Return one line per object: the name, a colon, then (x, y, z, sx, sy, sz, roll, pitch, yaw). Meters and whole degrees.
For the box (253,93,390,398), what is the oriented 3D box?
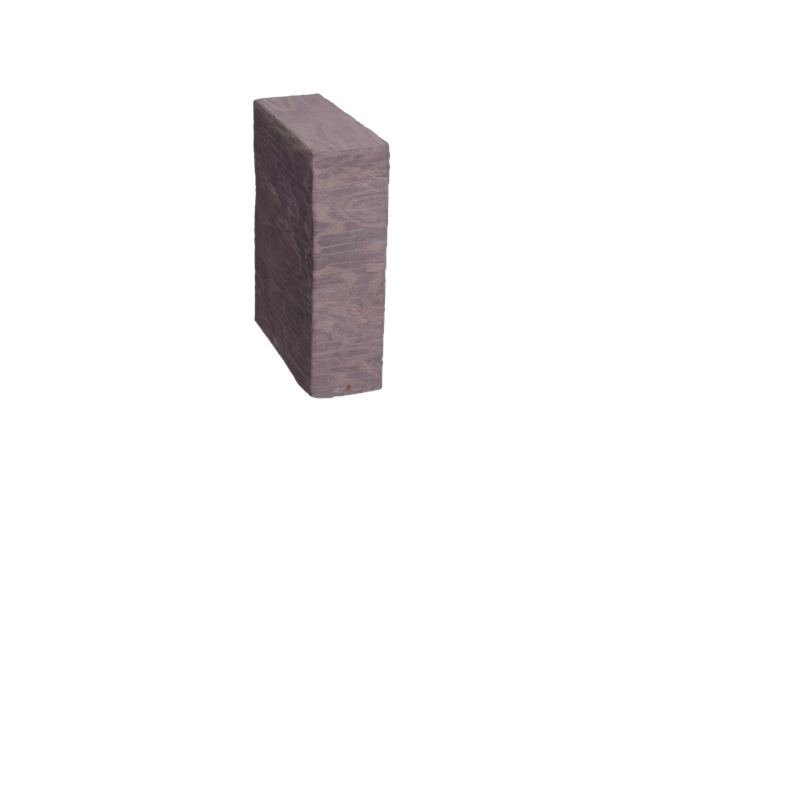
box: (-0.073, -0.133, 0.931, 0.070, 0.203, 0.176, -8, 27, -21)
